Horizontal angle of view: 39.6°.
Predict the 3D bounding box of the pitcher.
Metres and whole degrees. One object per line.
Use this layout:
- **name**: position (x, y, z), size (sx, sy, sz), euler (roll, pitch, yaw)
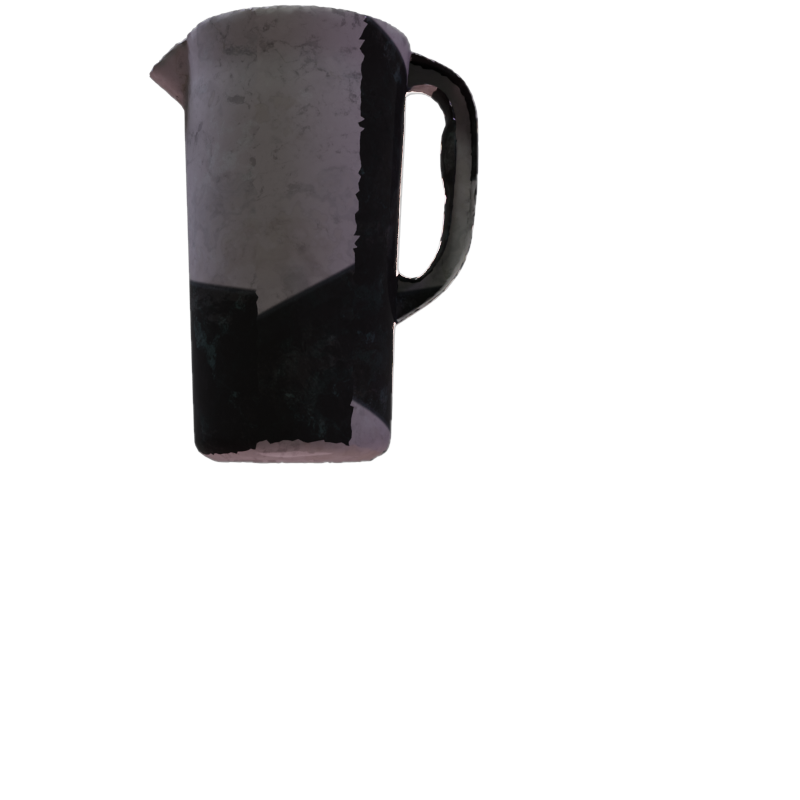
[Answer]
- **pitcher**: position (-0.049, -0.089, 0.626), size (0.154, 0.248, 0.138), euler (-5, -9, 35)
